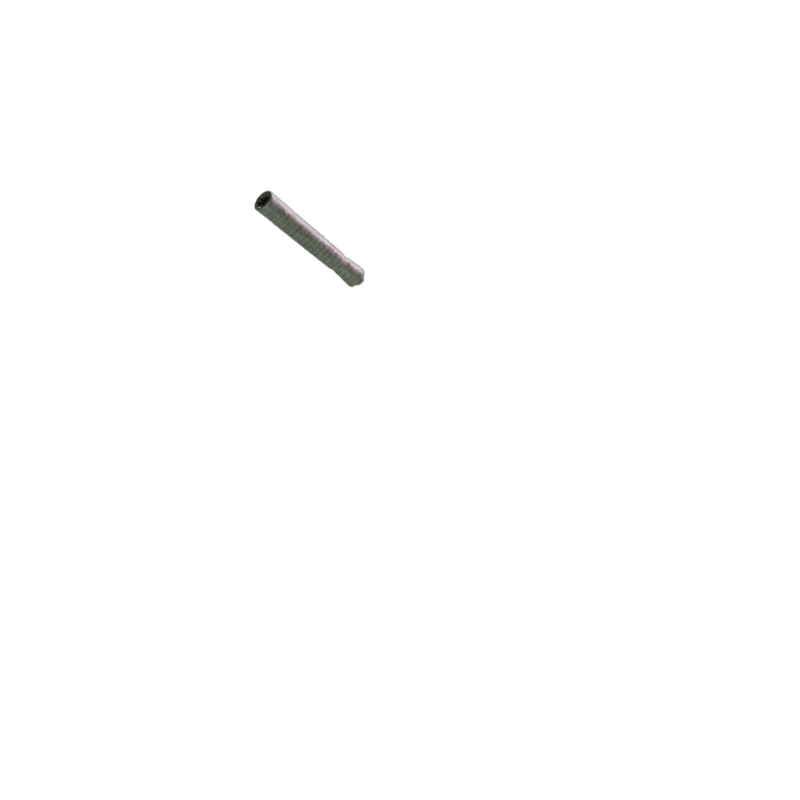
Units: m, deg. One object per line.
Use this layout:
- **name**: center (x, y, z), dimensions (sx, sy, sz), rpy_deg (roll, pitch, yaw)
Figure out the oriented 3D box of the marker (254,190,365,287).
- **marker**: center (-0.070, -0.127, 0.893), dimensions (0.113, 0.020, 0.021), rpy_deg (37, -21, -35)
